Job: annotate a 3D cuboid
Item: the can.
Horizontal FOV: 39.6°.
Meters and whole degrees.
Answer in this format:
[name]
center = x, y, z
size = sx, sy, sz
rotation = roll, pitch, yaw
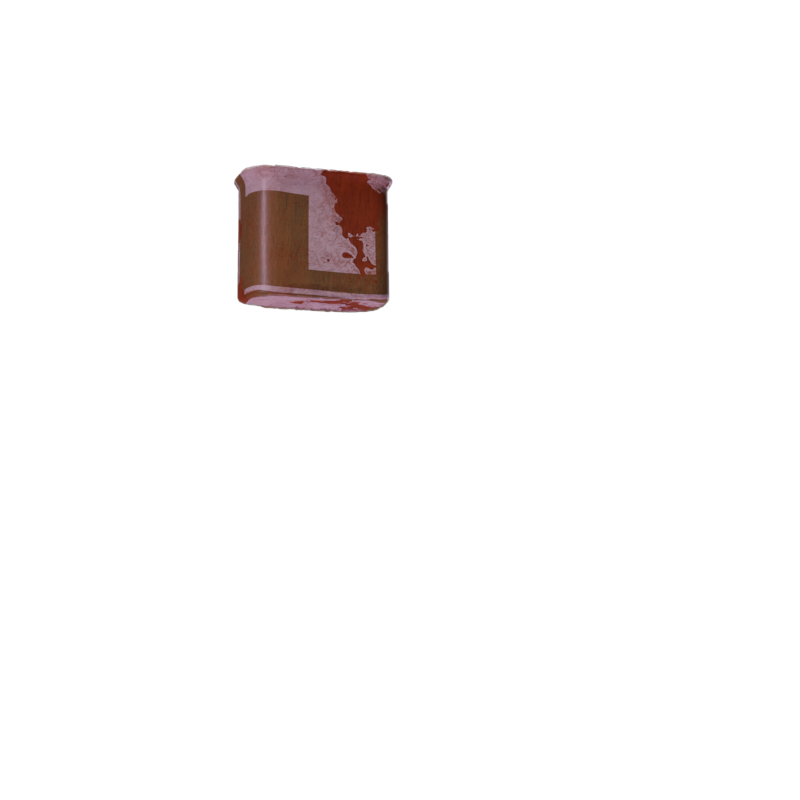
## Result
[can]
center = -0.057, -0.103, 0.723
size = 0.099, 0.086, 0.057
rotation = 2, -10, -19
